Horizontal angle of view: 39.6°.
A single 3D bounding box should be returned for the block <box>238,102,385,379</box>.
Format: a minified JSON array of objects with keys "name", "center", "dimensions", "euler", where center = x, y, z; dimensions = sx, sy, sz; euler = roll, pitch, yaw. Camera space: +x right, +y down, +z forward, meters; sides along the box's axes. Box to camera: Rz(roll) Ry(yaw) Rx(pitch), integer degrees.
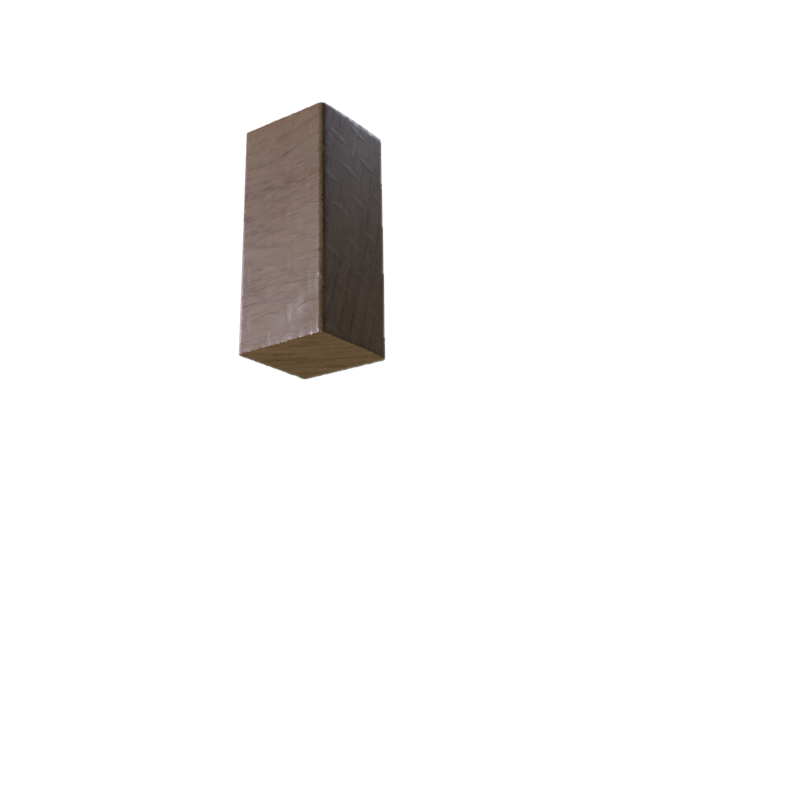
[{"name":"block","center":[-0.073,-0.135,0.944],"dimensions":[0.092,0.217,0.084],"euler":[-17,-27,33]}]
